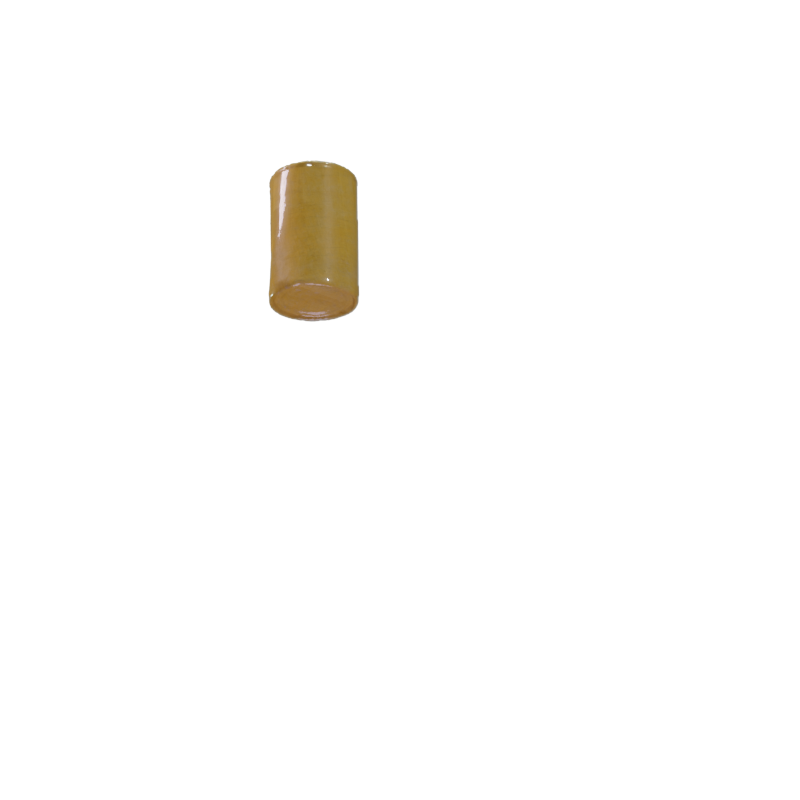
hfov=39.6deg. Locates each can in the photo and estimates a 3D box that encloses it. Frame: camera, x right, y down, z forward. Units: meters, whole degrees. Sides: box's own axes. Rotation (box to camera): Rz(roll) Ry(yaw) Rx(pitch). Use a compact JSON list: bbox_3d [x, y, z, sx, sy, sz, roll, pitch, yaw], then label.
[{"bbox_3d":[-0.065,-0.118,0.828,0.068,0.108,0.065,0,-25,-2],"label":"can"}]
